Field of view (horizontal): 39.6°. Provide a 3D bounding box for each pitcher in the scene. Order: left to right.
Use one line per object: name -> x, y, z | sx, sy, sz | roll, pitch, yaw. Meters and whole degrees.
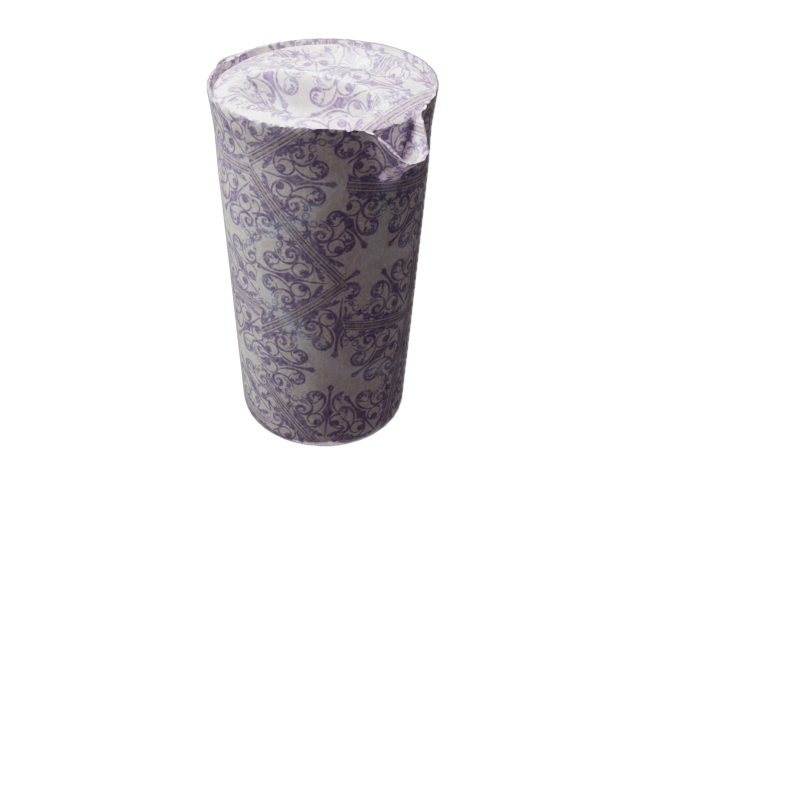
pitcher -> -0.055, -0.100, 0.701 | 0.146, 0.228, 0.158 | 4, 35, 3
